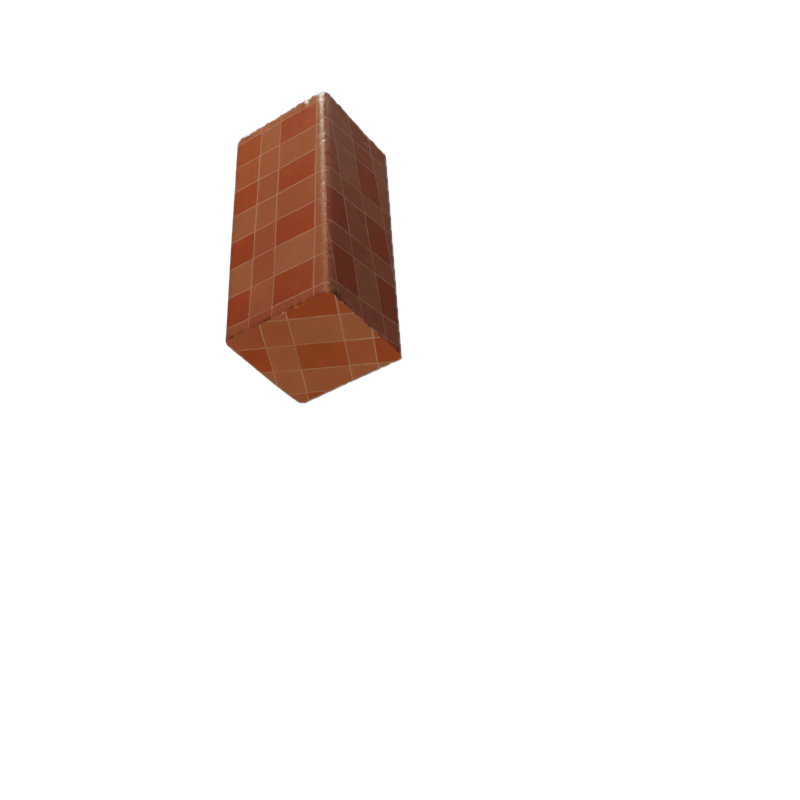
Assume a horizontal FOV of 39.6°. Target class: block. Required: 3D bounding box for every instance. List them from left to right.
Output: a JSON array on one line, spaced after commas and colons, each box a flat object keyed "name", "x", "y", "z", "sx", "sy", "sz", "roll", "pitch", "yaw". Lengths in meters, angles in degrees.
[{"name": "block", "x": -0.065, "y": -0.117, "z": 0.818, "sx": 0.091, "sy": 0.221, "sz": 0.084, "roll": -26, "pitch": -45, "yaw": 24}]
